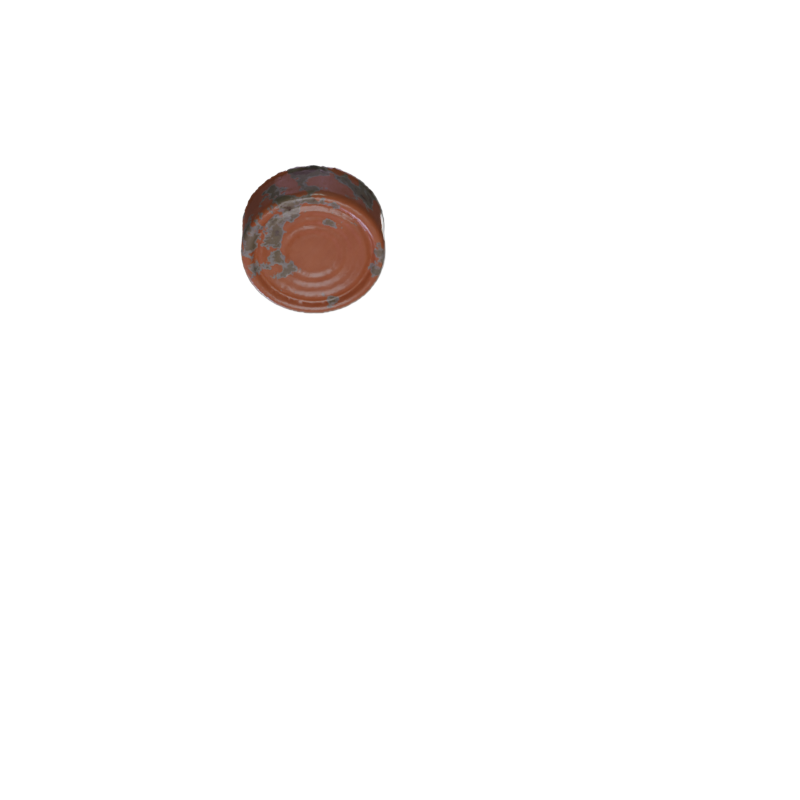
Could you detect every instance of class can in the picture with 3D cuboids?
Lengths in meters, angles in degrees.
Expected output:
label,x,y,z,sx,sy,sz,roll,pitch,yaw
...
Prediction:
label,x,y,z,sx,sy,sz,roll,pitch,yaw
can,-0.051,-0.093,0.655,0.086,0.080,0.036,1,36,-1
